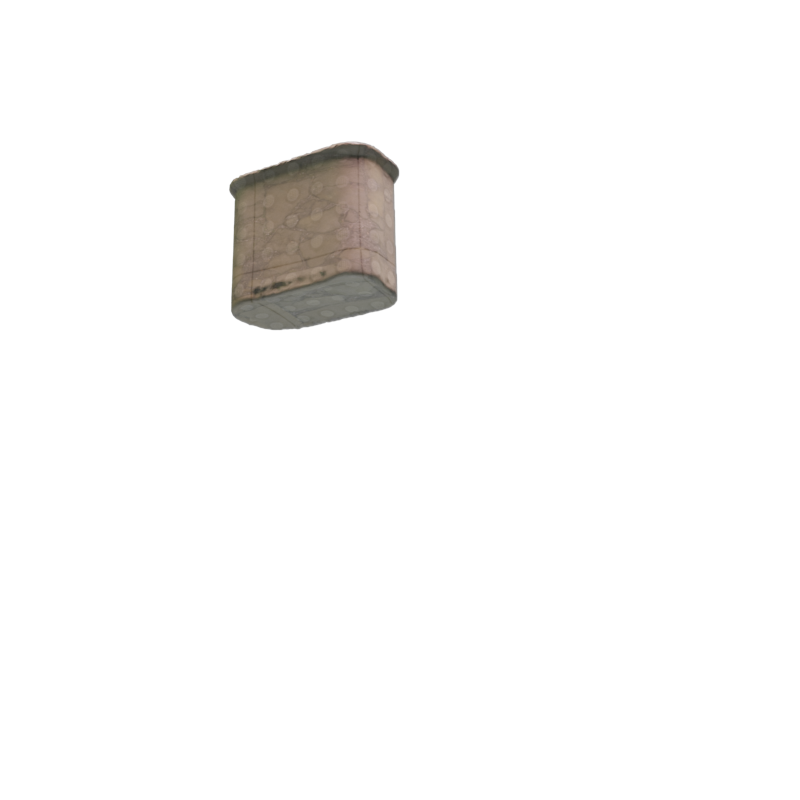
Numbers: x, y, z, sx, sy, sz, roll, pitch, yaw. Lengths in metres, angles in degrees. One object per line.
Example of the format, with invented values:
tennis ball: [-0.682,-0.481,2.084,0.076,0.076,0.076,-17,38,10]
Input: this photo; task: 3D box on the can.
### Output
can: [-0.051,-0.092,0.647,0.104,0.088,0.054,-13,-25,28]
